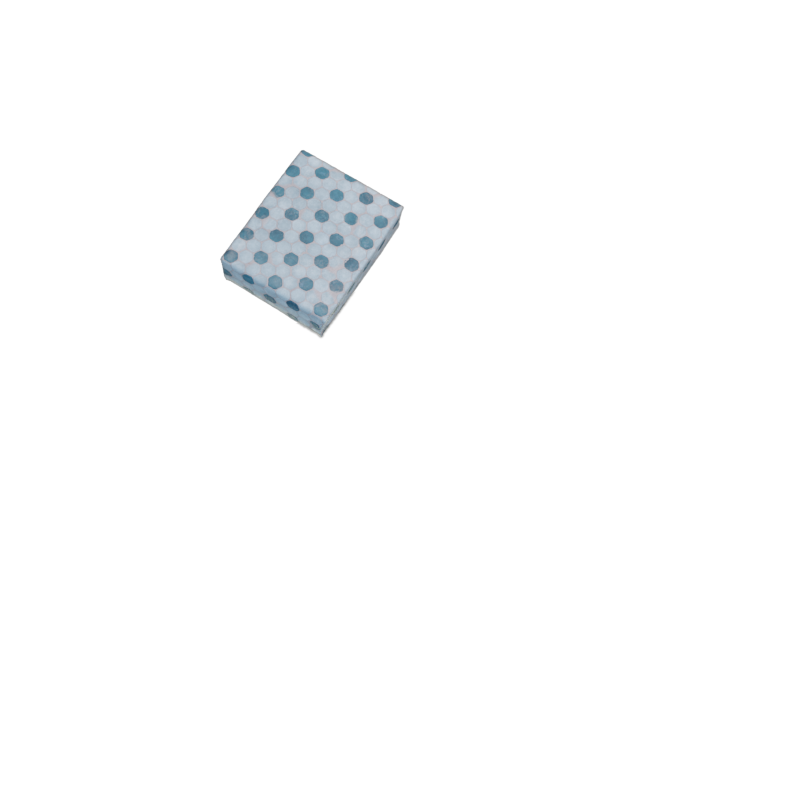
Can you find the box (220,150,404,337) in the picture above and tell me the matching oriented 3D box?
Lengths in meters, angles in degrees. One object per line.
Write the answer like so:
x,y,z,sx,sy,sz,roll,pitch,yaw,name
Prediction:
-0.064,-0.116,0.814,0.092,0.116,0.037,29,-20,11,box
